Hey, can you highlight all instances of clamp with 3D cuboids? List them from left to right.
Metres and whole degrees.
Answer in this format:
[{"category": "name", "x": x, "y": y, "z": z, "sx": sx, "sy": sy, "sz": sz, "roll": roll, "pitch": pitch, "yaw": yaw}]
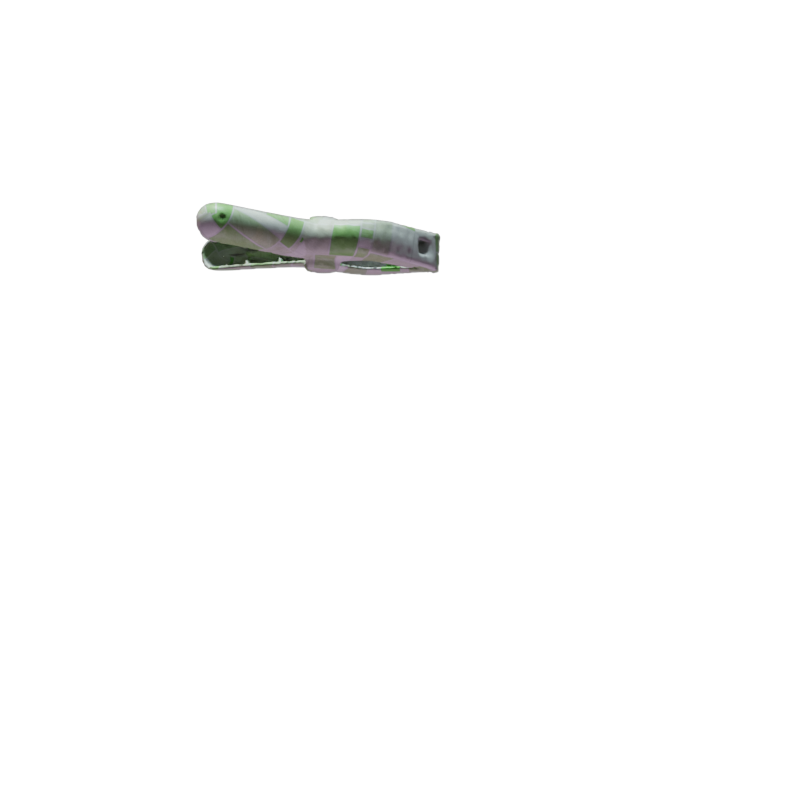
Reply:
[{"category": "clamp", "x": -0.059, "y": -0.107, "z": 0.748, "sx": 0.172, "sy": 0.040, "sz": 0.118, "roll": 0, "pitch": 0, "yaw": 3}]
